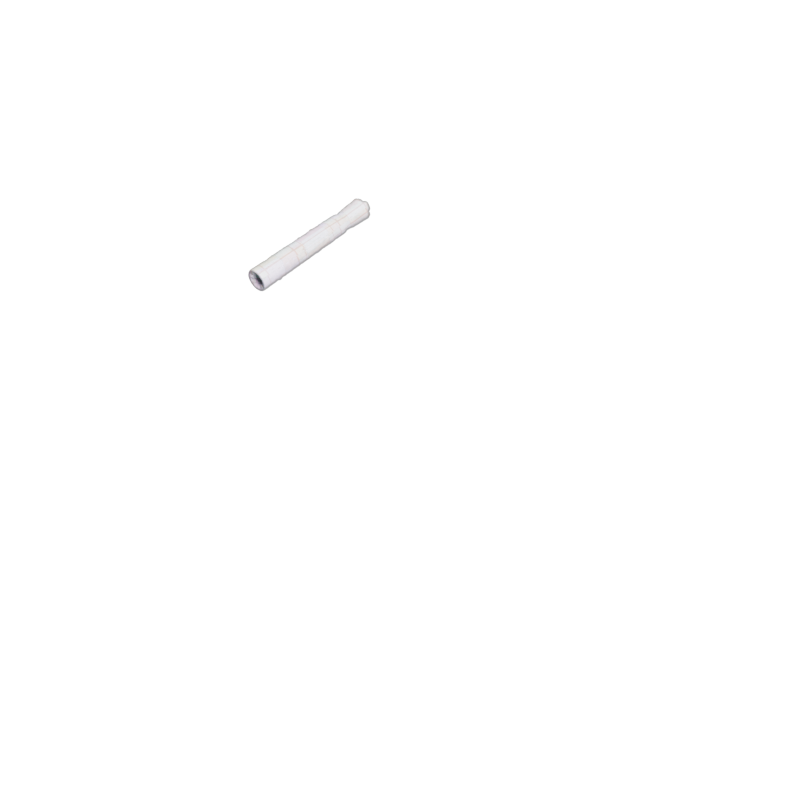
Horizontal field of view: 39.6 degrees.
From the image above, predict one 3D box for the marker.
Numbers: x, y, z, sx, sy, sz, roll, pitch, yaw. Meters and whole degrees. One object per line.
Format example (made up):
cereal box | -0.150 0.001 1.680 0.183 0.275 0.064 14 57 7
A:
marker | -0.067 -0.123 0.858 0.122 0.019 0.021 -40 26 -31
